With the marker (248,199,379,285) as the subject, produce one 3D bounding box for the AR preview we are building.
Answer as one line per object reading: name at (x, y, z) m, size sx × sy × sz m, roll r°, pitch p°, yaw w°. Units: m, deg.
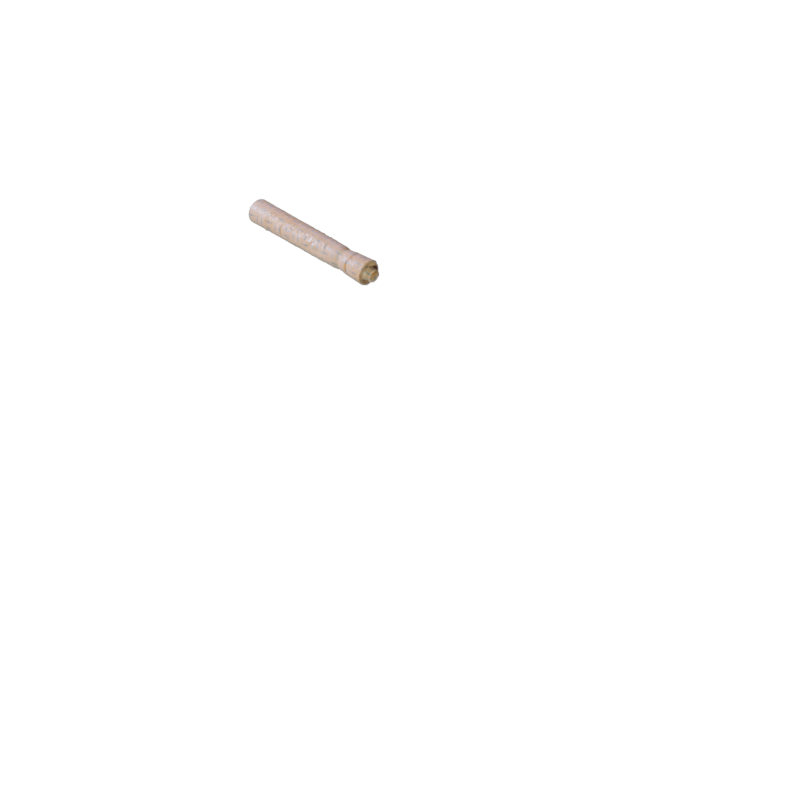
marker at (-0.061, -0.111, 0.780) m, size 0.129 × 0.019 × 0.019 m, roll 33°, pitch 24°, yaw 36°
